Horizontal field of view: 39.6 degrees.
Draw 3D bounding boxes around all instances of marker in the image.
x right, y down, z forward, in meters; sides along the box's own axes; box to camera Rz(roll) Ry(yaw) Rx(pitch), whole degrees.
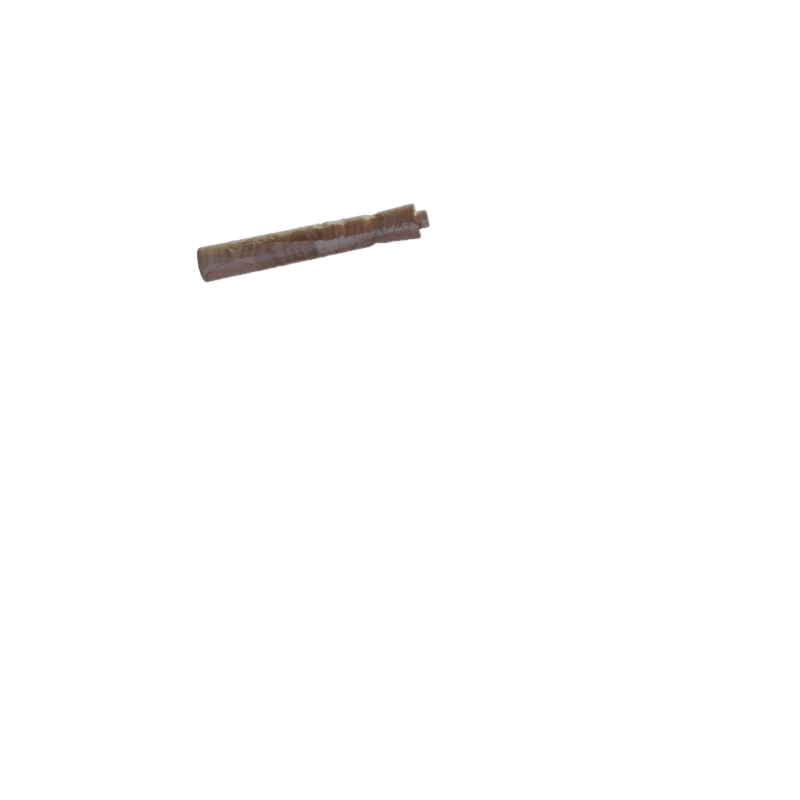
[{"bbox_3d":[-0.045,-0.082,0.575,0.122,0.020,0.020,-11,3,7],"label":"marker"}]
